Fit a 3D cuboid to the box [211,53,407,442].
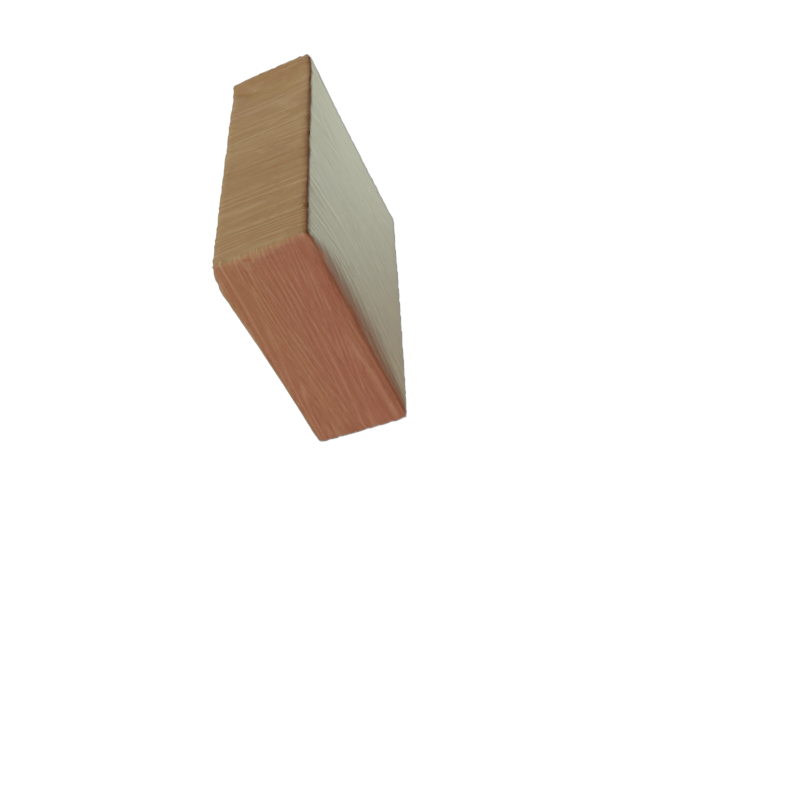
[{"bbox_3d":[-0.059,-0.108,0.754,0.072,0.152,0.229,-19,40,13],"label":"box"}]
